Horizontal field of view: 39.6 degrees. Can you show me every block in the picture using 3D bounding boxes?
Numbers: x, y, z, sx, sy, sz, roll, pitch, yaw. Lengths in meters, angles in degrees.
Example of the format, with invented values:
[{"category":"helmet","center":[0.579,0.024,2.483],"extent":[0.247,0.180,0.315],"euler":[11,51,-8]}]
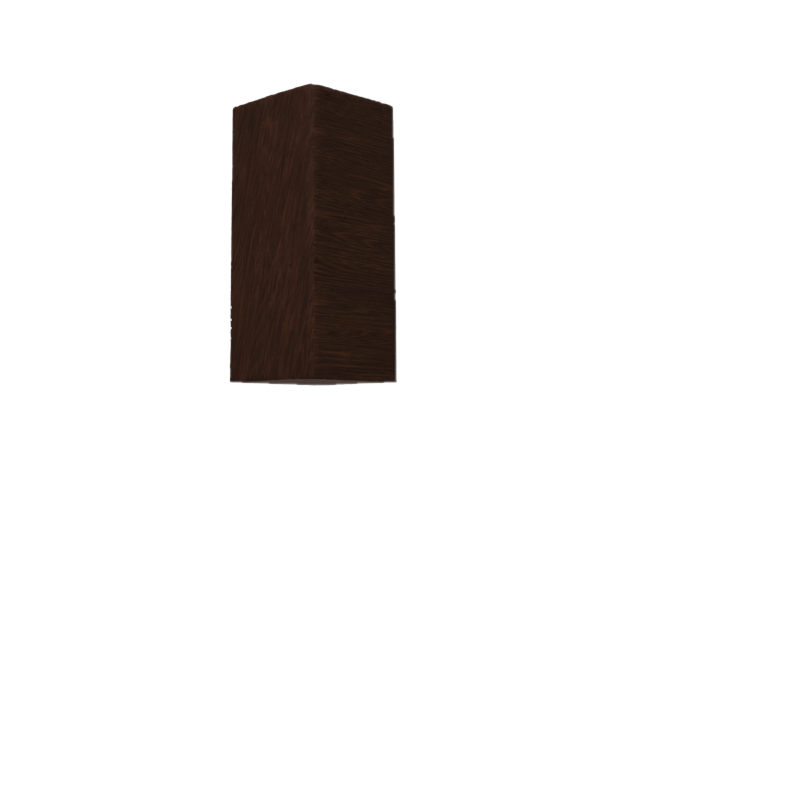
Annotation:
[{"category":"block","center":[-0.064,-0.117,0.816],"extent":[0.093,0.211,0.086],"euler":[-8,-11,43]}]
